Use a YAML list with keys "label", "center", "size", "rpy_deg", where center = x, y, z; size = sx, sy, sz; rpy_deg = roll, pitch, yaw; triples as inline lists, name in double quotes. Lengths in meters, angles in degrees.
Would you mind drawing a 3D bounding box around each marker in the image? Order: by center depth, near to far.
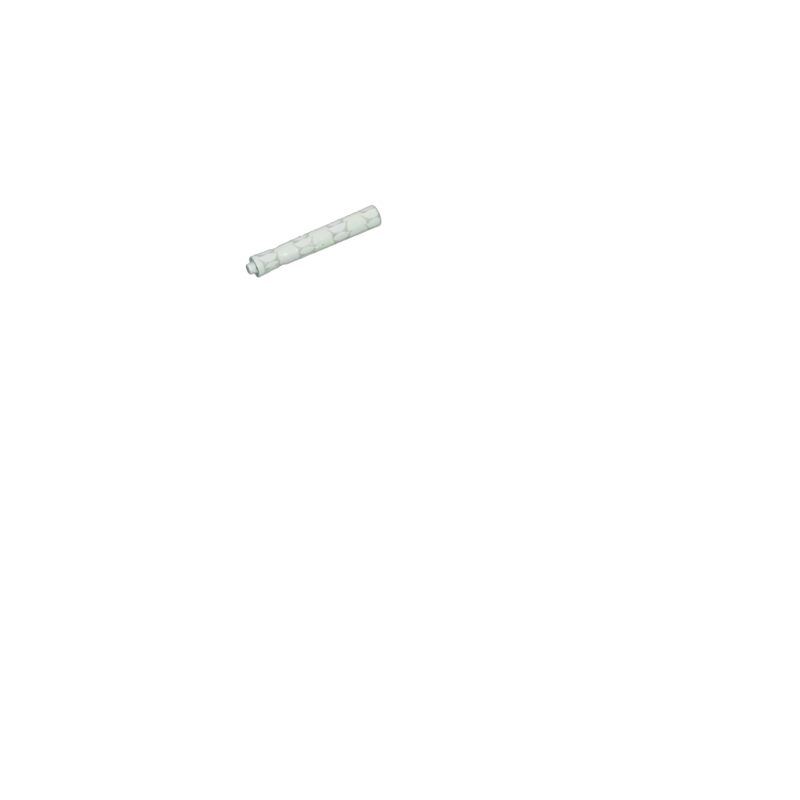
- label: "marker"
  center: [-0.071, -0.130, 0.911]
  size: [0.120, 0.019, 0.020]
  rpy_deg: [-26, 13, -18]
